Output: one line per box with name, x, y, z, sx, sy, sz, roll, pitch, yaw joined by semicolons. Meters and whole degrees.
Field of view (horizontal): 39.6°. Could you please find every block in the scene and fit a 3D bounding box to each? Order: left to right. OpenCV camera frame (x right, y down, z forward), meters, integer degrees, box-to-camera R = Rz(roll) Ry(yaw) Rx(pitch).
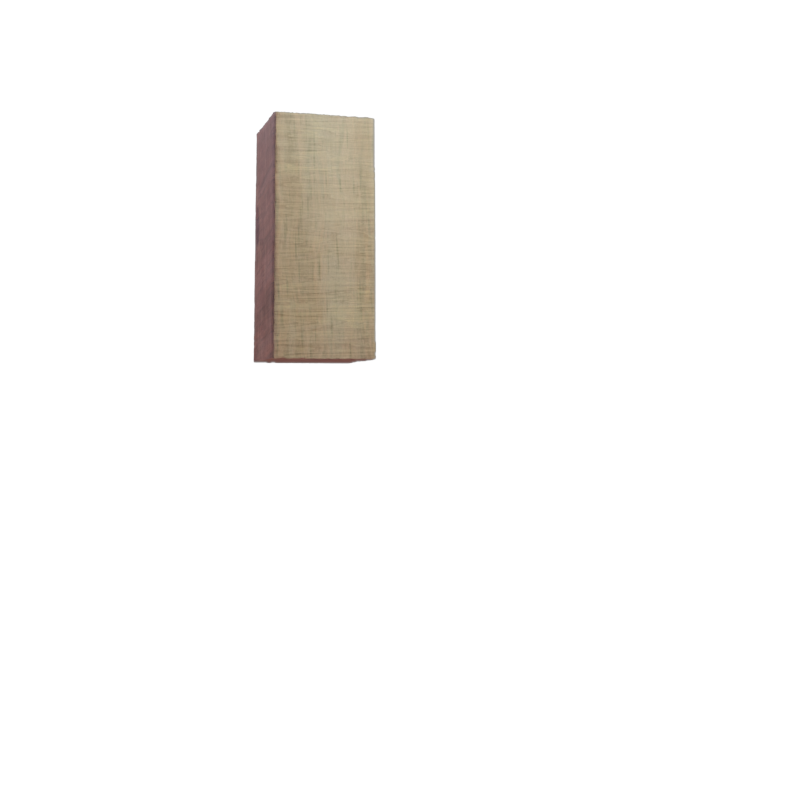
block;-0.075;-0.137;0.962;0.089;0.210;0.090;1;-7;-16
